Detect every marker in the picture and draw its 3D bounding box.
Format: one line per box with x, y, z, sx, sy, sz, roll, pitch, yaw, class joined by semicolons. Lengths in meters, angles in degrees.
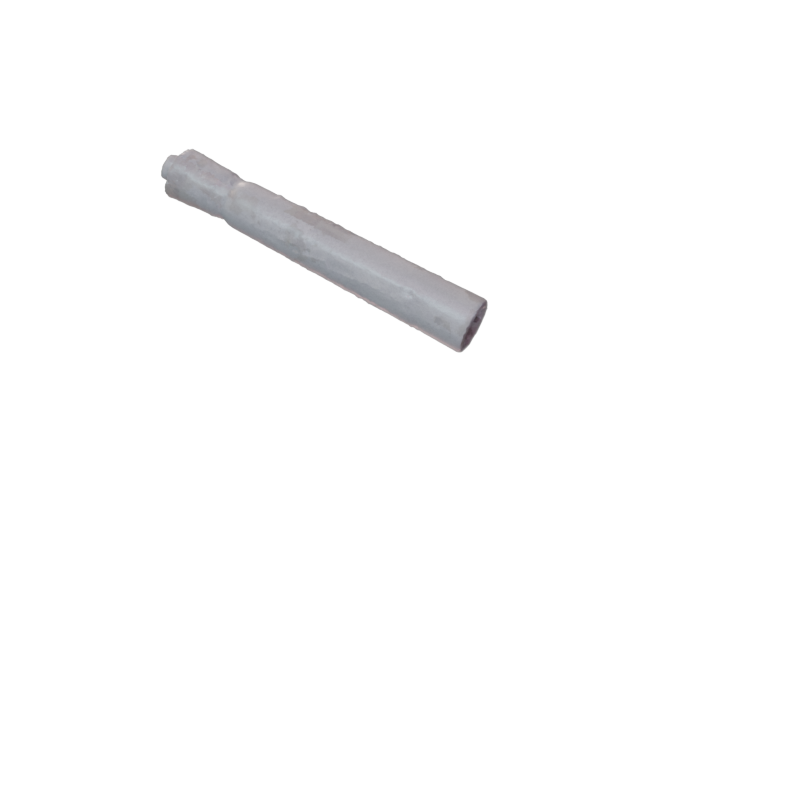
-0.029;-0.052;0.366;0.126;0.019;0.019;30;13;18;marker
